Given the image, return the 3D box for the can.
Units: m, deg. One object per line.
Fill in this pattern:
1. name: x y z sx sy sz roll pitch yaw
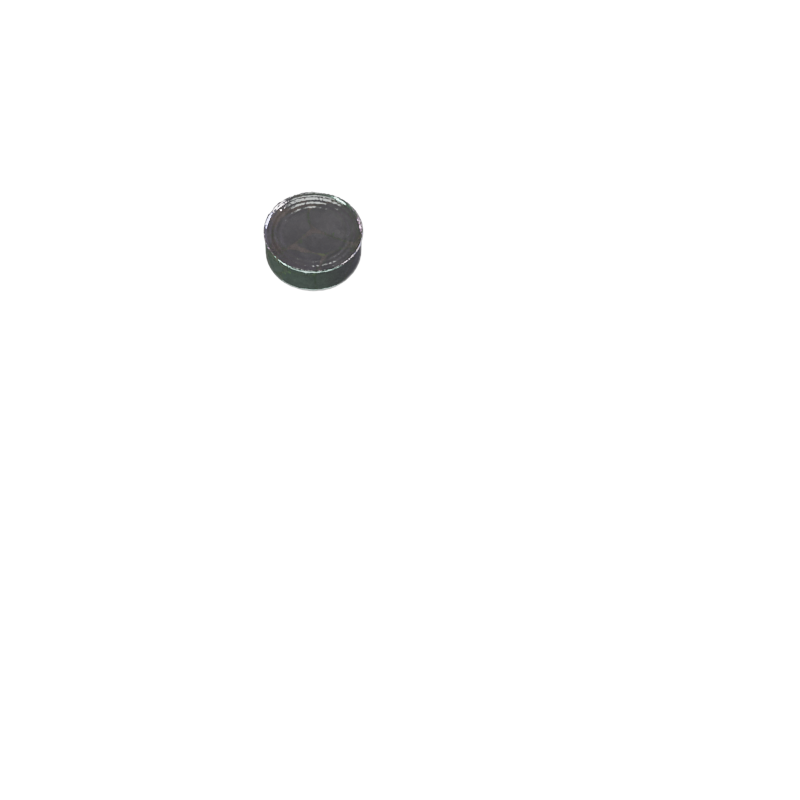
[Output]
1. can: -0.075 -0.138 0.964 0.086 0.092 0.031 -1 -34 -1
